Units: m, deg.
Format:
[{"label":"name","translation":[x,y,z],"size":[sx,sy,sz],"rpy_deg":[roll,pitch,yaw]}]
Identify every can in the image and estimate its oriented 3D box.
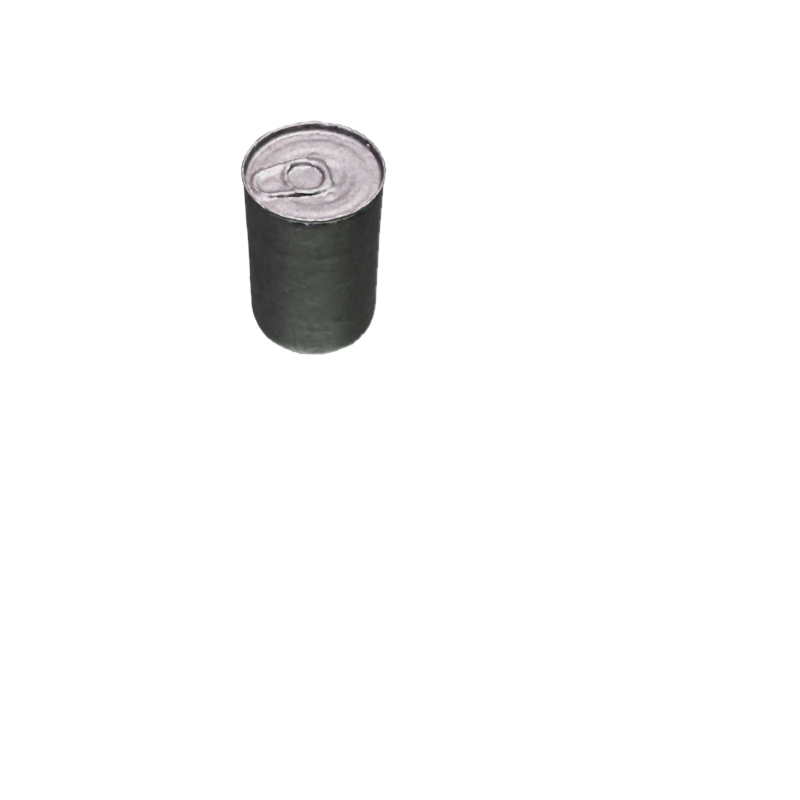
[{"label":"can","translation":[-0.043,-0.079,0.555],"size":[0.068,0.073,0.095],"rpy_deg":[0,-39,-3]}]
